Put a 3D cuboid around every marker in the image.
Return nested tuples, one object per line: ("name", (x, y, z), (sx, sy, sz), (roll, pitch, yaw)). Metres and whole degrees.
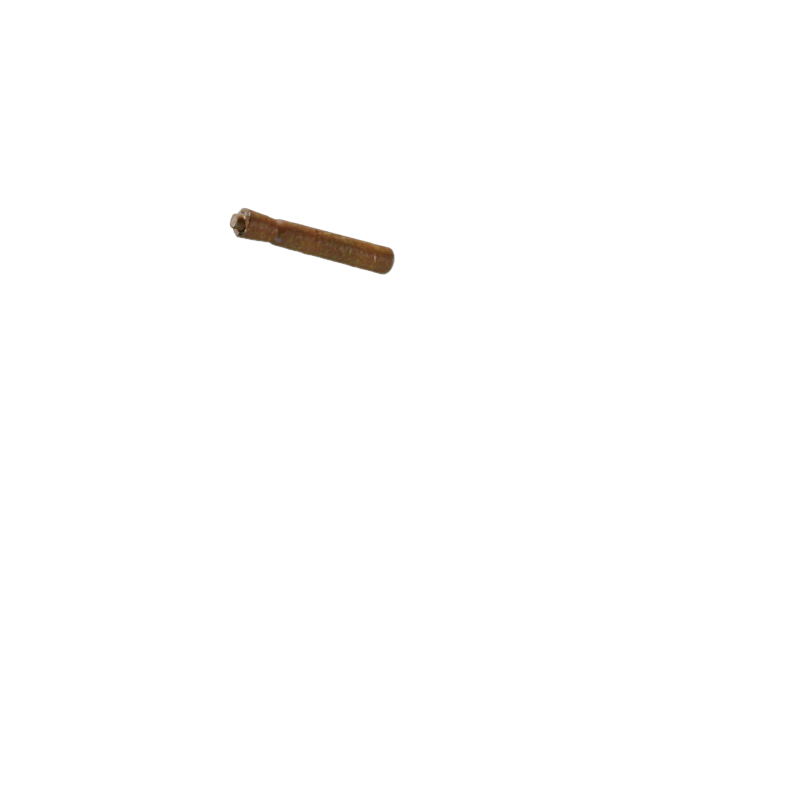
("marker", (-0.055, -0.101, 0.706), (0.115, 0.020, 0.021), (10, -3, -35))
